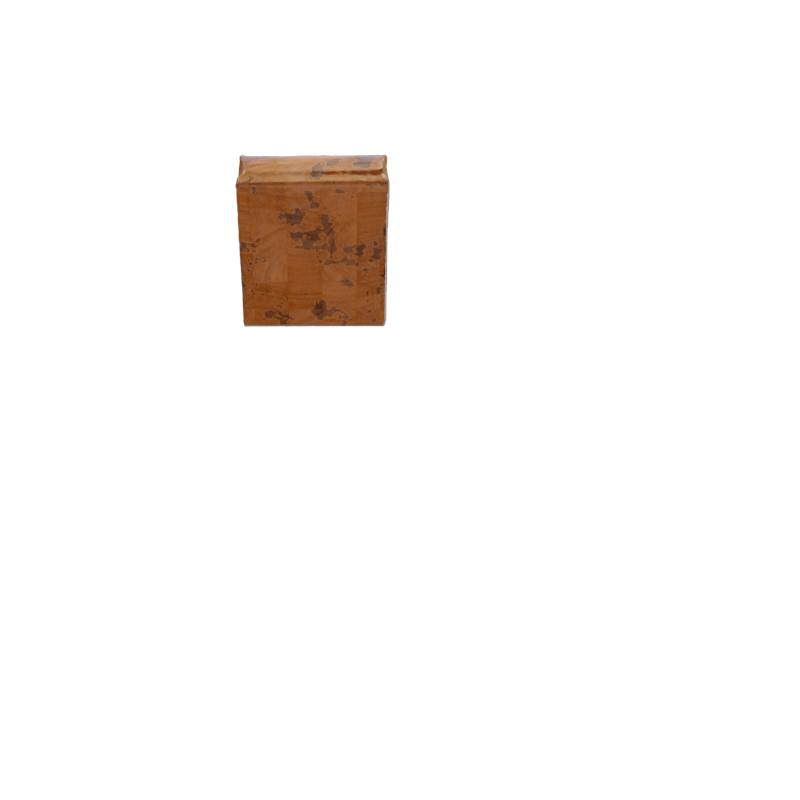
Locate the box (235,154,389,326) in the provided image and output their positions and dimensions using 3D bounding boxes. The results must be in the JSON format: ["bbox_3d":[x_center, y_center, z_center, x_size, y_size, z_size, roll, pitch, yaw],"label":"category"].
[{"bbox_3d":[-0.043,-0.079,0.552,0.073,0.083,0.032,0,36,-1],"label":"box"}]
